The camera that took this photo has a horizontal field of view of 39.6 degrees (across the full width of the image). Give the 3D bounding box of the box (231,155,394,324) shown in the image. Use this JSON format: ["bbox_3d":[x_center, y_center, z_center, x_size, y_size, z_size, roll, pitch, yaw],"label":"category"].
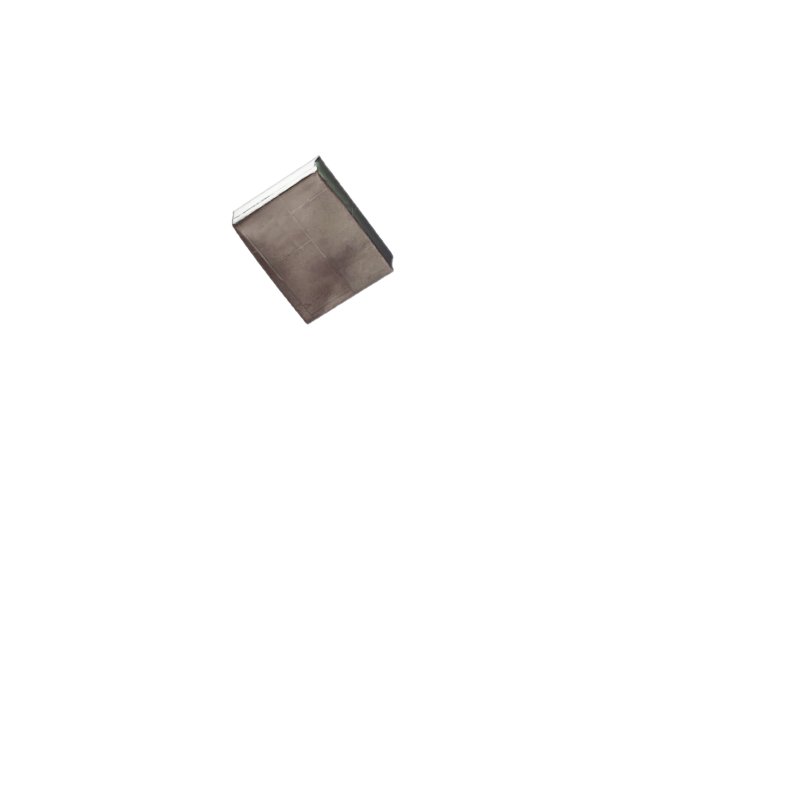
[{"bbox_3d":[-0.072,-0.131,0.915,0.090,0.108,0.041,-32,22,14],"label":"box"}]
